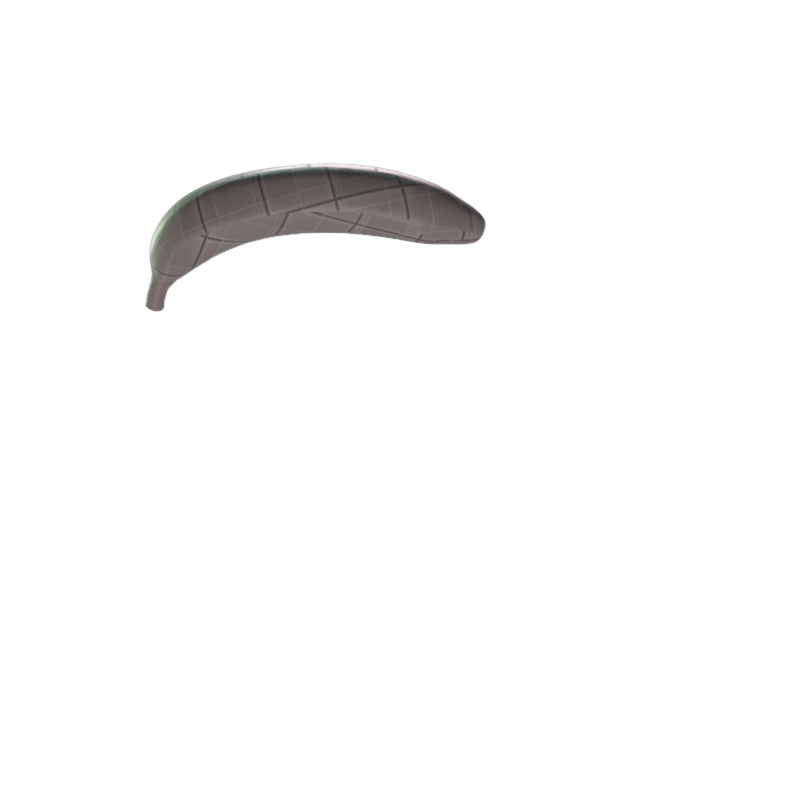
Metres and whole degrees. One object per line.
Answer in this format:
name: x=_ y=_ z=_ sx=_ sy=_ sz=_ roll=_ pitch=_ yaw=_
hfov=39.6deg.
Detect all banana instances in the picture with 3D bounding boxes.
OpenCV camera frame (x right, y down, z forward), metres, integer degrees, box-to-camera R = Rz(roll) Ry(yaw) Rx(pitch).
banana: x=-0.056 y=-0.098 z=0.605 sx=0.199 sy=0.039 sz=0.064 roll=-9 pitch=-42 yaw=11
